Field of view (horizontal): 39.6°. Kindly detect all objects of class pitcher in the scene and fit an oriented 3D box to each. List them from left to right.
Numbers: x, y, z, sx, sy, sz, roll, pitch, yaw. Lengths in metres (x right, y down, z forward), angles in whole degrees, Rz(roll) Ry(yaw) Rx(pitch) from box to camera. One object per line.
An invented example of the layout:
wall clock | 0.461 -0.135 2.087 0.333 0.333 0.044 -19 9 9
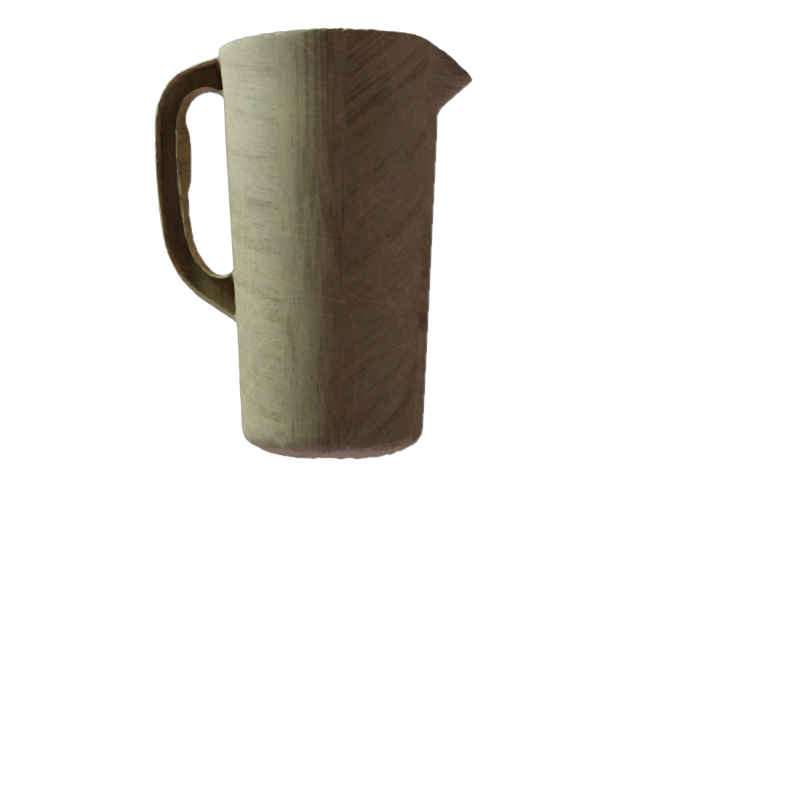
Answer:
pitcher | -0.052 -0.094 0.661 0.139 0.243 0.155 -2 3 -42
